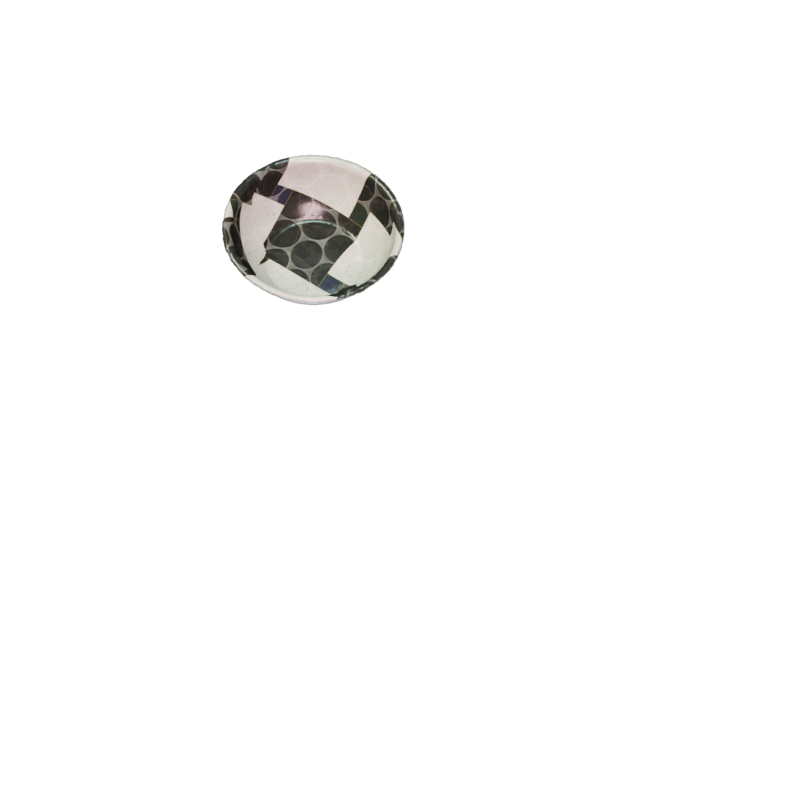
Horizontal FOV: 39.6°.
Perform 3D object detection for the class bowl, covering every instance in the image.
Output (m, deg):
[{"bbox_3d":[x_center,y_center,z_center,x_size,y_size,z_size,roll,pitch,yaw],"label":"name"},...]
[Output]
[{"bbox_3d":[-0.078,-0.142,0.997,0.162,0.173,0.051,-1,-33,-1],"label":"bowl"}]
